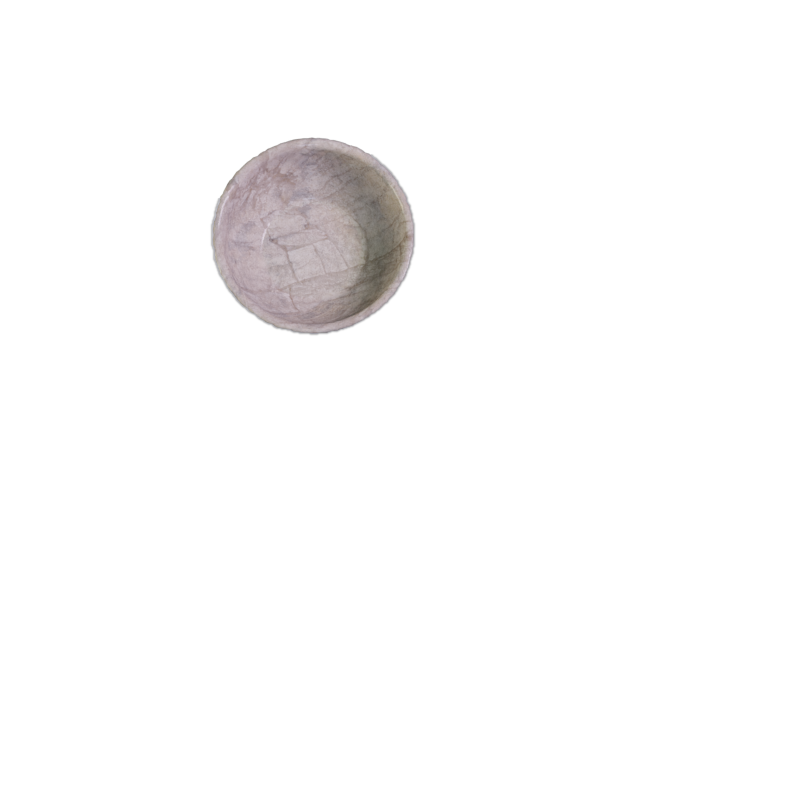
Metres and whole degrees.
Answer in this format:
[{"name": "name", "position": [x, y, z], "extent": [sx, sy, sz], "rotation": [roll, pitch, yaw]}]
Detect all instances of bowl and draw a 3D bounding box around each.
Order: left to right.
[{"name": "bowl", "position": [-0.071, -0.129, 0.906], "extent": [0.162, 0.168, 0.053], "rotation": [0, -14, -1]}]
